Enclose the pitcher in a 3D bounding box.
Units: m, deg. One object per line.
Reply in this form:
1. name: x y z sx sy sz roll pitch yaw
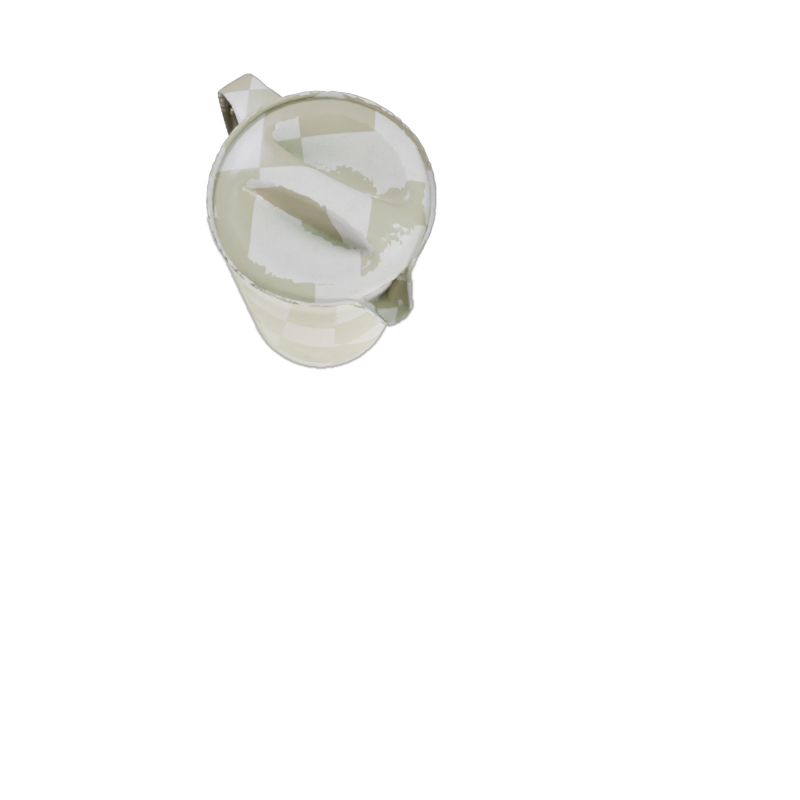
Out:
1. pitcher: -0.059 -0.107 0.748 0.145 0.154 0.235 10 -13 -1
